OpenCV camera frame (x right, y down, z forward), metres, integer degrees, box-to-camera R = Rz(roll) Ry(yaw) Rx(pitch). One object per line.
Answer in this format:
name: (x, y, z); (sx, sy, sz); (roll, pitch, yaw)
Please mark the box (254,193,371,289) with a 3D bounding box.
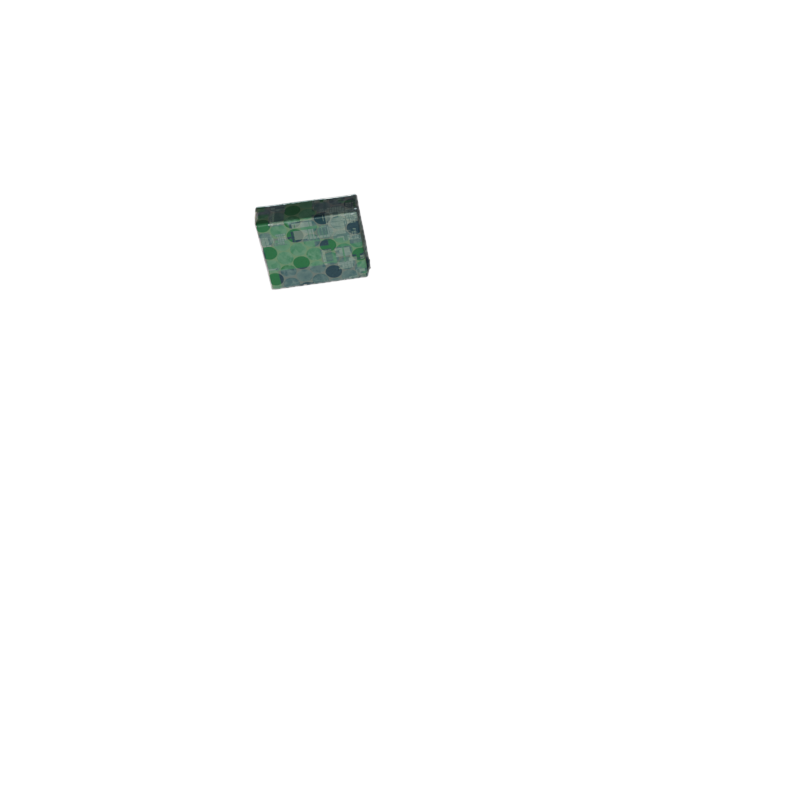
box: (-0.074, -0.136, 0.952); (0.090, 0.068, 0.032); (-7, 41, 6)
